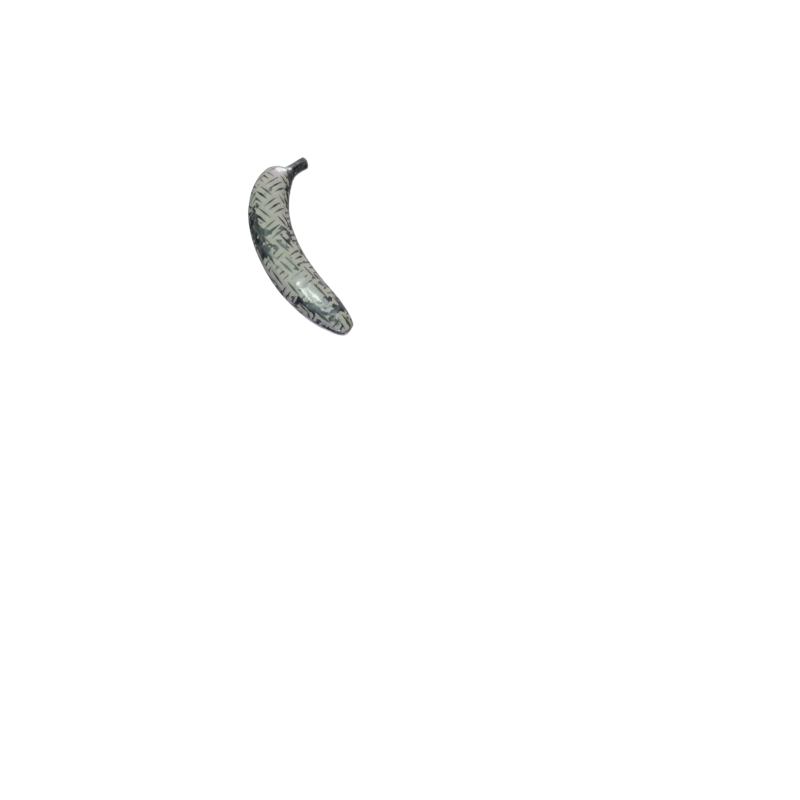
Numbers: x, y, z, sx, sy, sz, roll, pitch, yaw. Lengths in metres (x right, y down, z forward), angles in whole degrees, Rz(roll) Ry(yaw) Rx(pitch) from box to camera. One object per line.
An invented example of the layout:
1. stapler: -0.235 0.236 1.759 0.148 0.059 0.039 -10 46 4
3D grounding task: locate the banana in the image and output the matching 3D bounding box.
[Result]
1. banana: -0.096 -0.141 0.989 0.069 0.212 0.034 -11 -31 -7
